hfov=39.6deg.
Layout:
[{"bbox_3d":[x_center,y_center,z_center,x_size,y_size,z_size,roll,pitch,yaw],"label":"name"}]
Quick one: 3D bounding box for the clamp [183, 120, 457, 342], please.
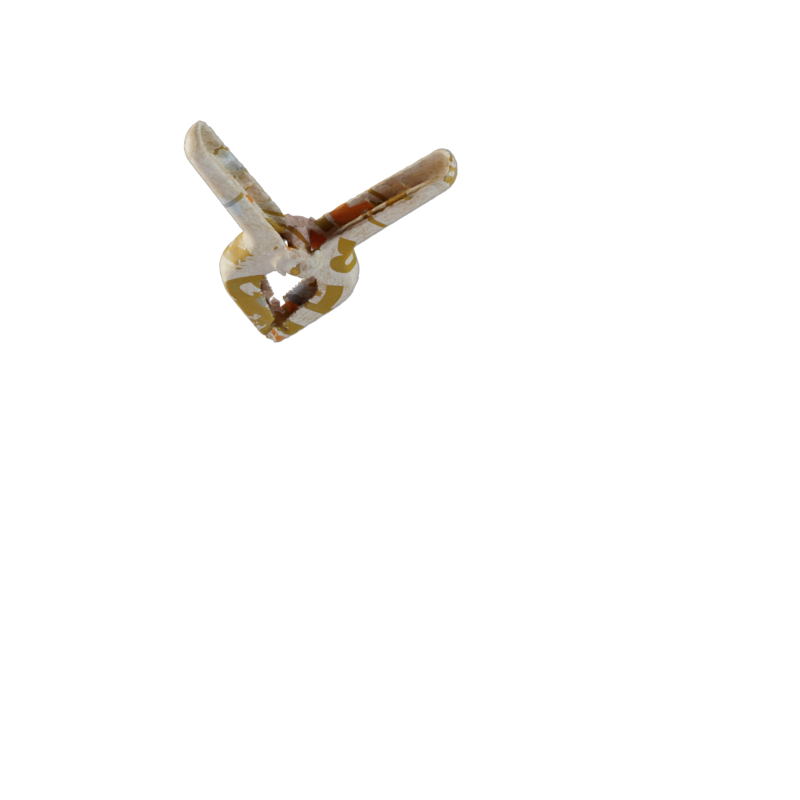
[{"bbox_3d":[-0.057,-0.104,0.727,0.163,0.039,0.198,3,-32,-5],"label":"clamp"}]
